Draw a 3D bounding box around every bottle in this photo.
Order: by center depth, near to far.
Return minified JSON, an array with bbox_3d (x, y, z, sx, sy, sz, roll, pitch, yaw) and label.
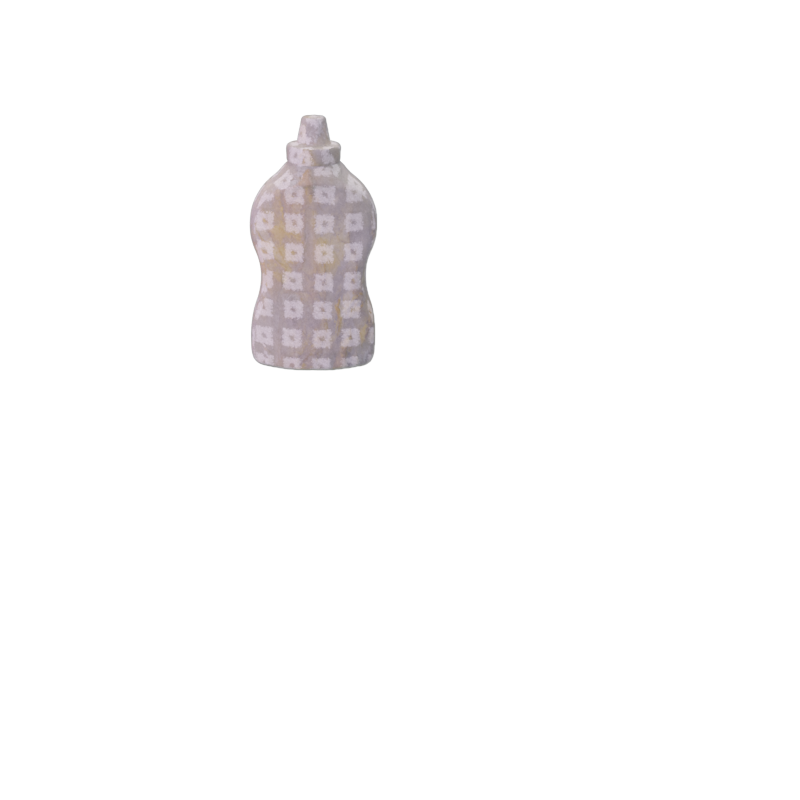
[{"bbox_3d":[-0.066,-0.120,0.843,0.096,0.184,0.061,2,17,1],"label":"bottle"}]
